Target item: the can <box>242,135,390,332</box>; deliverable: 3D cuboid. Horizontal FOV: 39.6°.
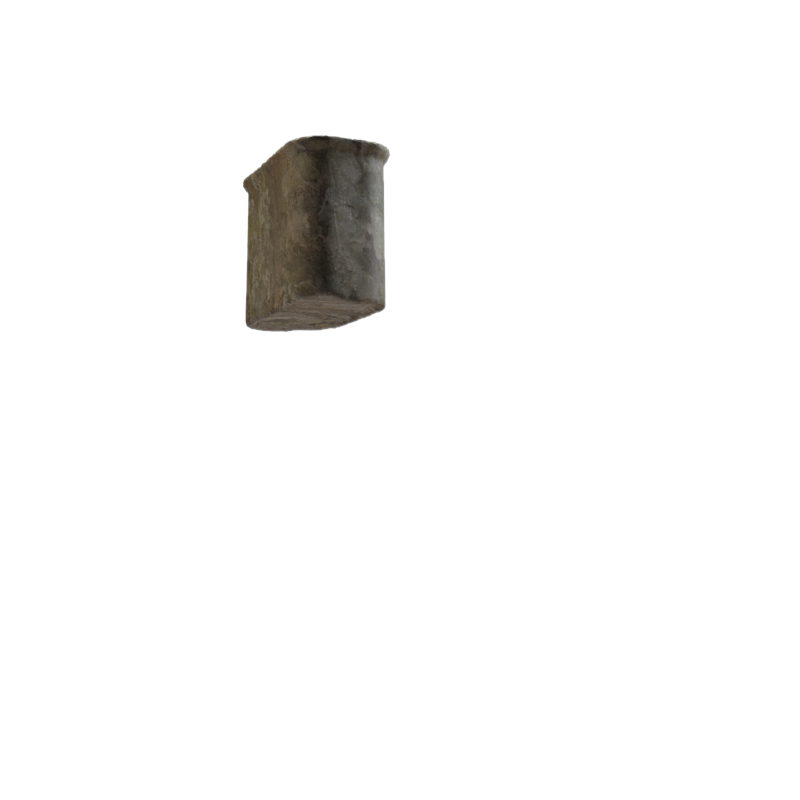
[{"bbox_3d":[-0.047,-0.085,0.593,0.056,0.086,0.102,5,-11,-25],"label":"can"}]
